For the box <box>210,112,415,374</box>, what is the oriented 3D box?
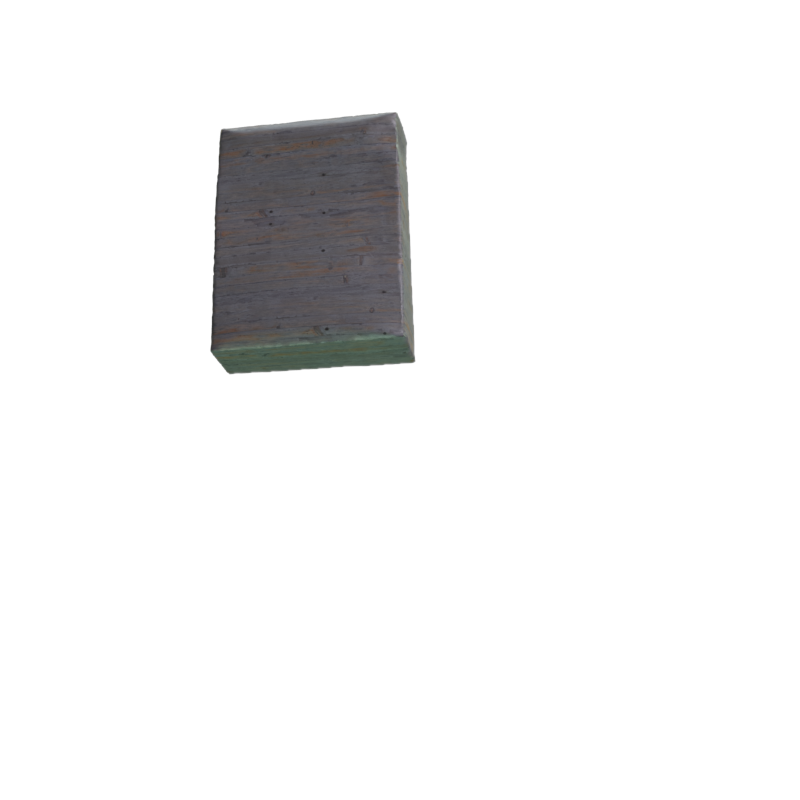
[{"bbox_3d":[-0.075,-0.137,0.956,0.166,0.225,0.067,-4,-23,8],"label":"box"}]
